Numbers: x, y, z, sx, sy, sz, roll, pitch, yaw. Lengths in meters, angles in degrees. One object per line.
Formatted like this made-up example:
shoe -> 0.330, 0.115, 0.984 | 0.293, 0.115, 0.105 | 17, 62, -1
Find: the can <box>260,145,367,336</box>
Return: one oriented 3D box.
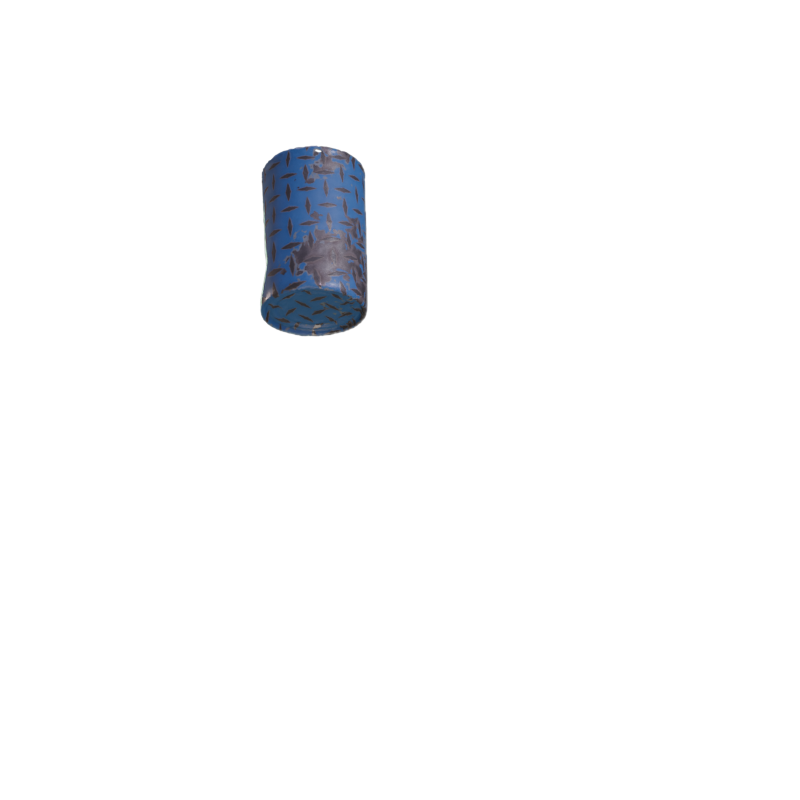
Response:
can -> -0.055, -0.100, 0.701 | 0.068, 0.109, 0.065 | 0, -28, -2
